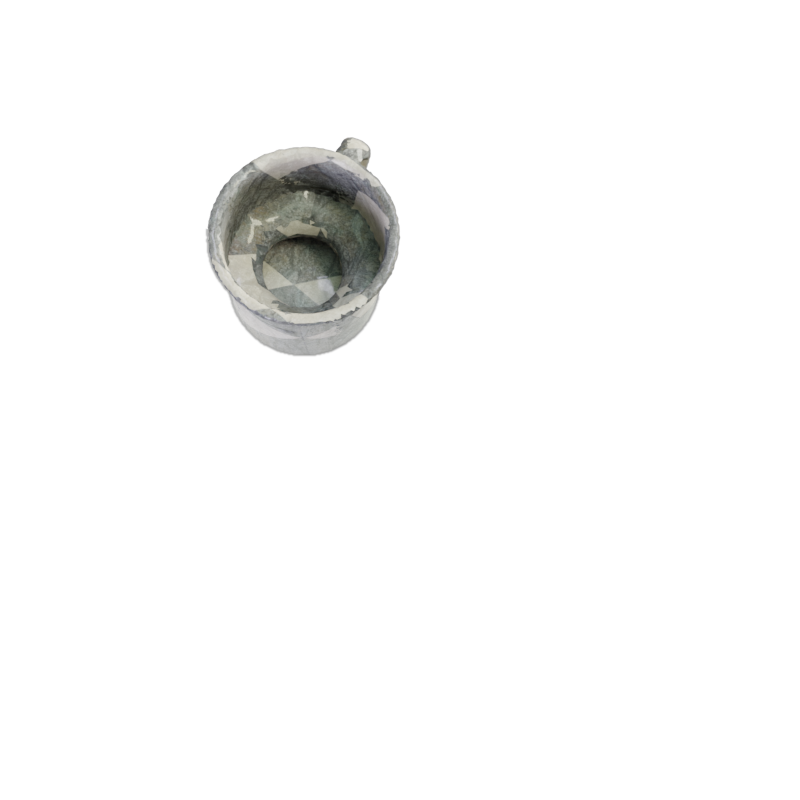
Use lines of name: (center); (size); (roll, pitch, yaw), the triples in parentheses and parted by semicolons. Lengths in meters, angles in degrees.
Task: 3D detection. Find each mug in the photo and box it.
mug: (-0.045, -0.082, 0.574); (0.095, 0.121, 0.078); (21, -18, 5)
